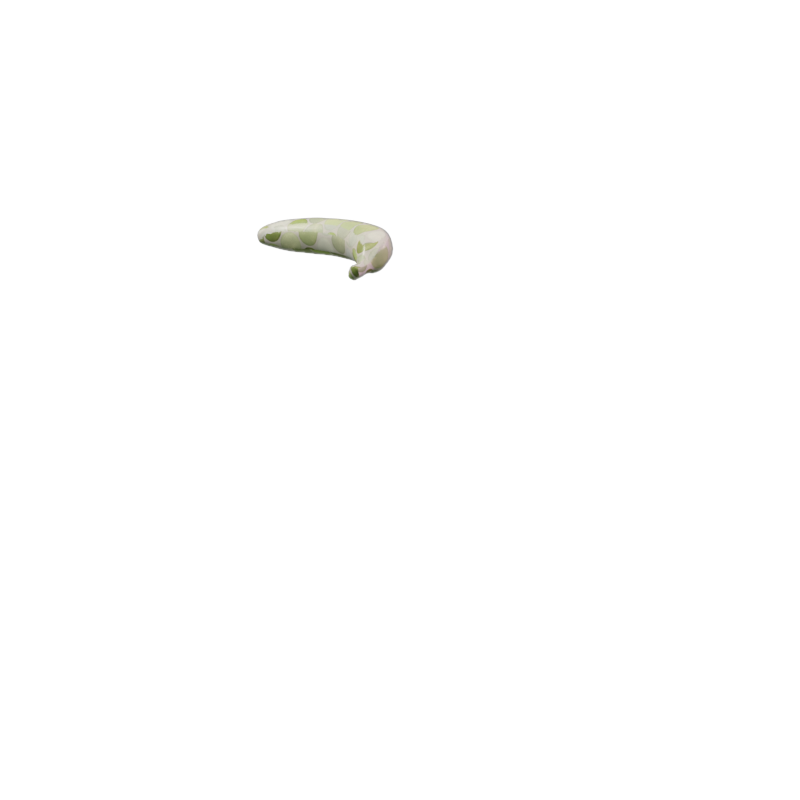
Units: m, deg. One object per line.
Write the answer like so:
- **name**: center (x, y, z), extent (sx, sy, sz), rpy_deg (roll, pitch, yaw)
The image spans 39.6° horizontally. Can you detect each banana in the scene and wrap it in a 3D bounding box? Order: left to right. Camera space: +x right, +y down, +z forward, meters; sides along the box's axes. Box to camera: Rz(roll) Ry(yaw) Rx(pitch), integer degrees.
- **banana**: center (-0.060, -0.143, 1.000), extent (0.068, 0.036, 0.209), rpy_deg (-8, 18, -28)
